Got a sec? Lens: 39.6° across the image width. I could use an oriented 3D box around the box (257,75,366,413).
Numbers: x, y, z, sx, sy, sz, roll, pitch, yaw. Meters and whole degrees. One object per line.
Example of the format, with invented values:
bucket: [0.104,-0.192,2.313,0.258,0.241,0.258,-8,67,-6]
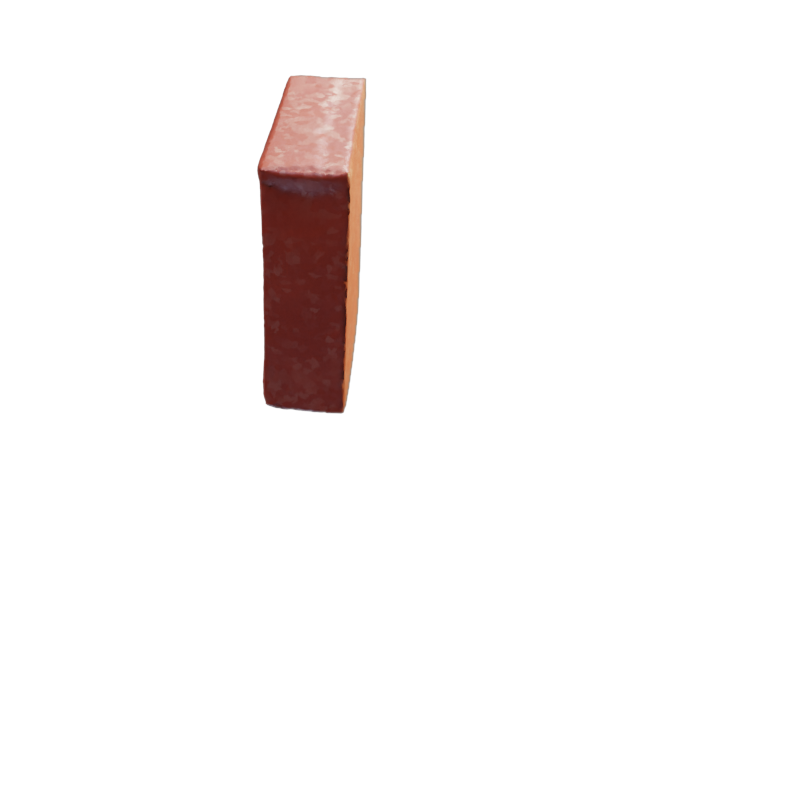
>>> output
box: [-0.068,-0.124,0.869,0.072,0.200,0.174,3,36,1]
